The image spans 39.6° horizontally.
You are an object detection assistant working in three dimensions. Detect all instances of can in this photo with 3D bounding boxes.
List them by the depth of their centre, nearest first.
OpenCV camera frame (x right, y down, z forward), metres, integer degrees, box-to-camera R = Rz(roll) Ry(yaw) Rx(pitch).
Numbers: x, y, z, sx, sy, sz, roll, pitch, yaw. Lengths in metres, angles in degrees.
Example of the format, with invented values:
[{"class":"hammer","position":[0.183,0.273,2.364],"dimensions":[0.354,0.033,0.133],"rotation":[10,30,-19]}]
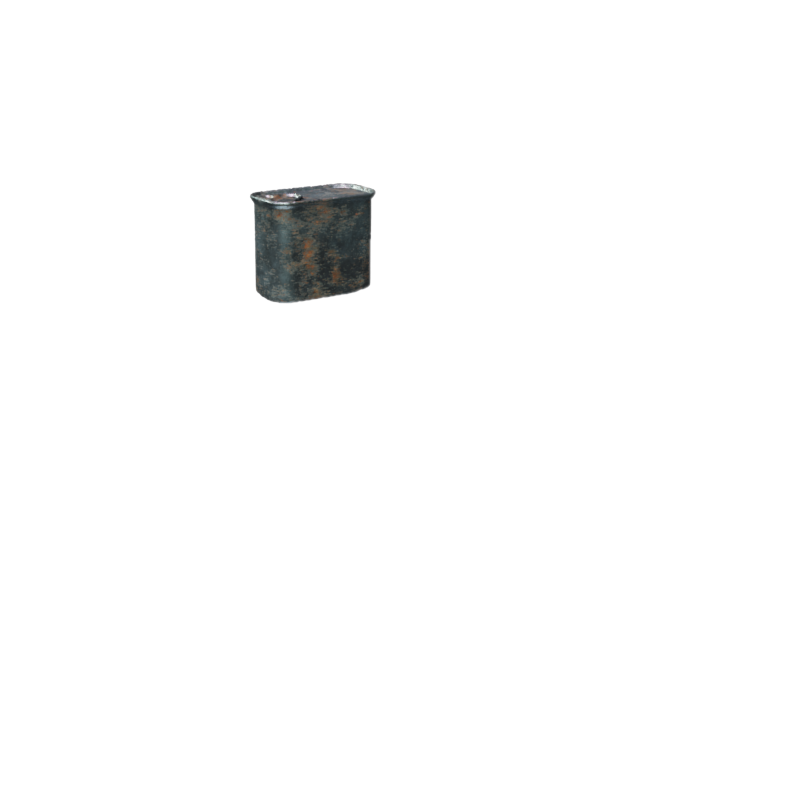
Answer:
[{"class":"can","position":[-0.072,-0.131,0.916],"dimensions":[0.099,0.081,0.061],"rotation":[-10,19,-31]}]
